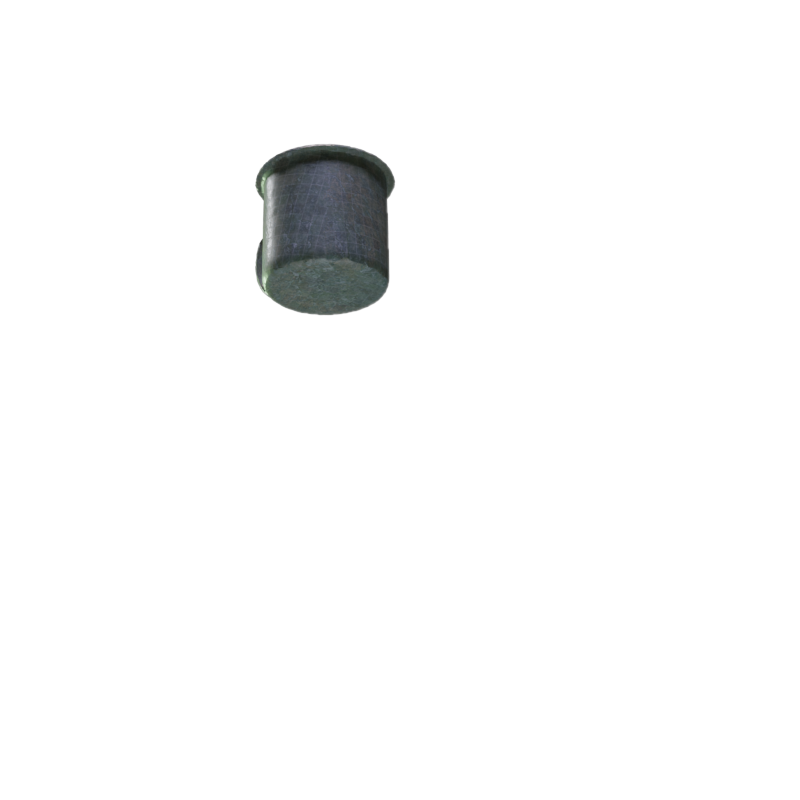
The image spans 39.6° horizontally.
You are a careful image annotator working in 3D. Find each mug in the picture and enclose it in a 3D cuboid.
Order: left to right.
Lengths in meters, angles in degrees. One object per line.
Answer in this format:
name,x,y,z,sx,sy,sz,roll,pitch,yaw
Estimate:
mug,-0.057,-0.104,0.730,0.088,0.086,0.117,22,-33,-39
